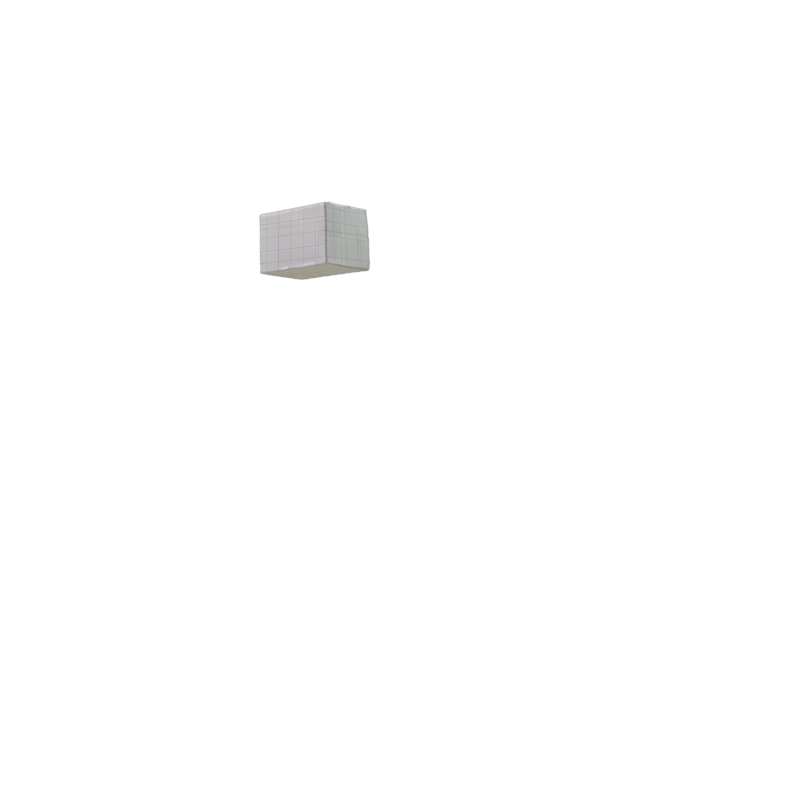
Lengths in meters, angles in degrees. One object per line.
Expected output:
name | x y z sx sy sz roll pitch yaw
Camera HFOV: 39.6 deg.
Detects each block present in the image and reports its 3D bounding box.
block | -0.071 -0.129 0.904 0.080 0.052 0.050 -4 -7 40
